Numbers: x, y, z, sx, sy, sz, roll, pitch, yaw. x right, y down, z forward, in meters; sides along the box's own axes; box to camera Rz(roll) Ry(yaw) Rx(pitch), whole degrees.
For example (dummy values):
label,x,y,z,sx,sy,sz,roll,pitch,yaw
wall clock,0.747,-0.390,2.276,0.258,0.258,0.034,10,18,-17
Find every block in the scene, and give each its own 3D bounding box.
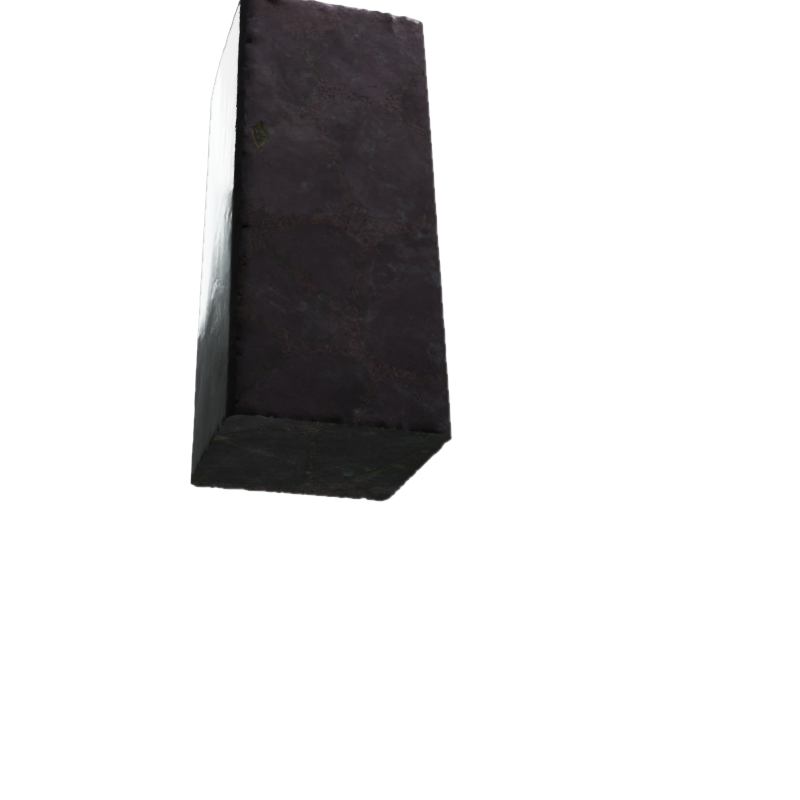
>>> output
label,x,y,z,sx,sy,sz,roll,pitch,yaw
block,-0.039,-0.072,0.499,0.089,0.219,0.087,6,-29,-16
